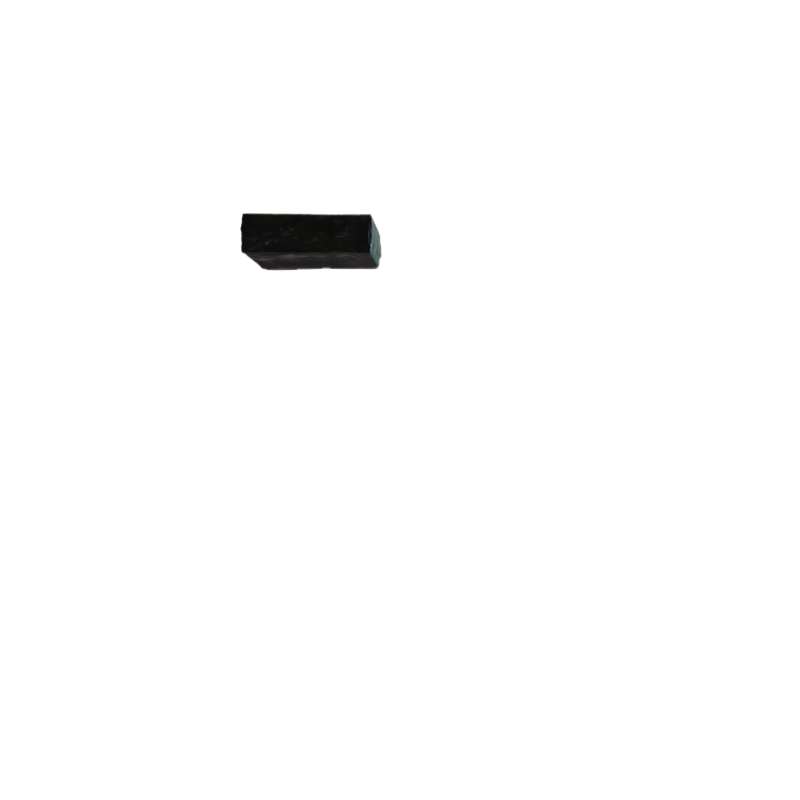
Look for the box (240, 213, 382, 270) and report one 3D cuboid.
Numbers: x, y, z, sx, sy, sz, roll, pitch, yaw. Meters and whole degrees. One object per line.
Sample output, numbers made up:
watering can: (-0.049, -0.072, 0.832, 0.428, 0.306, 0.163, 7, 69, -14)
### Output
box: (-0.076, -0.138, 0.968, 0.114, 0.040, 0.087, 0, -4, 6)
